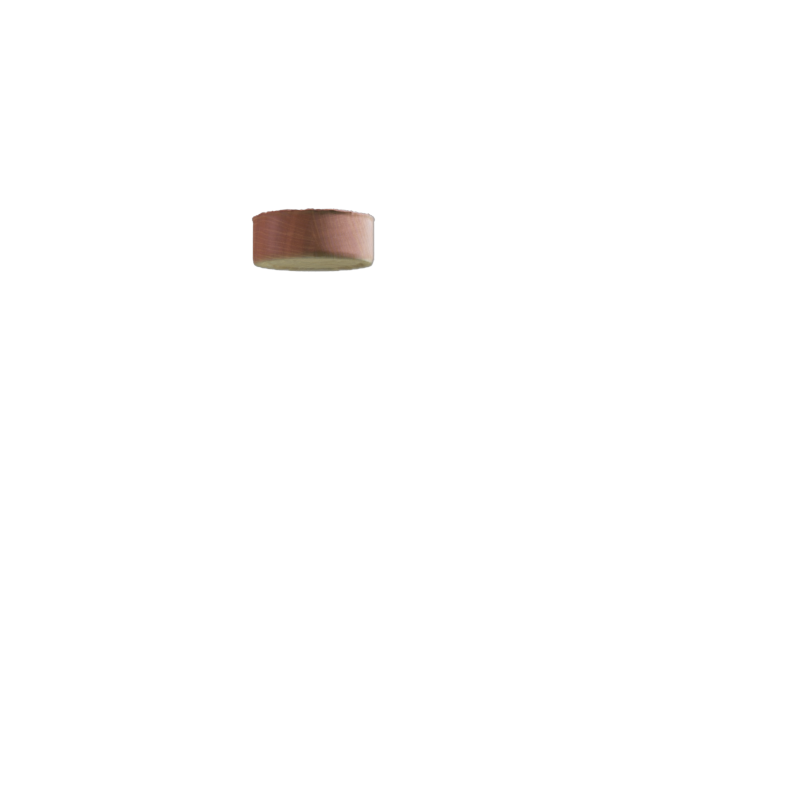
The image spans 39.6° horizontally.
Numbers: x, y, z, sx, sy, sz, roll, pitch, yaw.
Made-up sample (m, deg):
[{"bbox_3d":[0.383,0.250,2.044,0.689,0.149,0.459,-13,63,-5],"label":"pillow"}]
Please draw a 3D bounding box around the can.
[{"bbox_3d":[-0.060,-0.110,0.770,0.086,0.034,0.085,0,-1,-2],"label":"can"}]
